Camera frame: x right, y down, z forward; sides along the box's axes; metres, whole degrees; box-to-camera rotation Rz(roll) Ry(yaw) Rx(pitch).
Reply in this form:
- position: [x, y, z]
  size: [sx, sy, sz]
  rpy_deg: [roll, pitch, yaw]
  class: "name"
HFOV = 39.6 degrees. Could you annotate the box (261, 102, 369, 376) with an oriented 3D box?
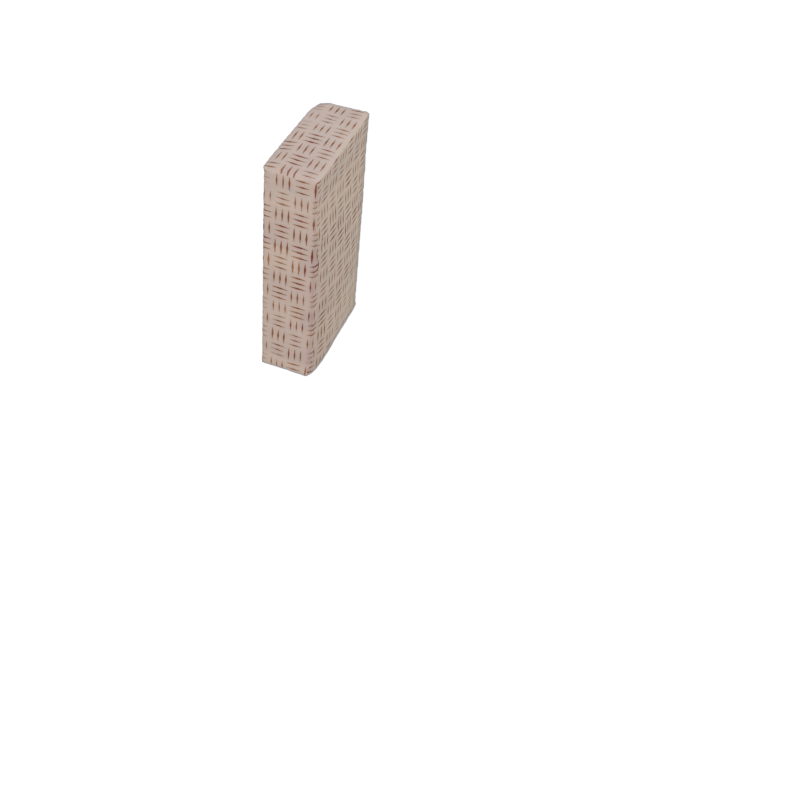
- position: [-0.061, -0.111, 0.780]
  size: [0.049, 0.164, 0.097]
  rpy_deg: [15, 42, 13]
  class: "box"
